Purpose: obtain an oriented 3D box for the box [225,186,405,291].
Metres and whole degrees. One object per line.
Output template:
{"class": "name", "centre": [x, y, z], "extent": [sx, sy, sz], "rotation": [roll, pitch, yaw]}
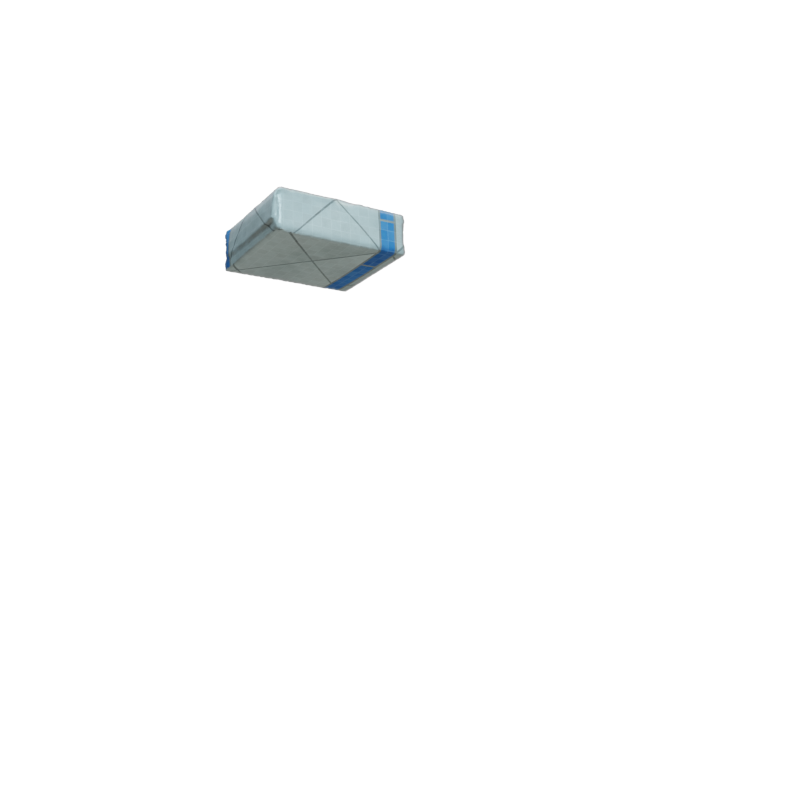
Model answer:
{"class": "box", "centre": [-0.053, -0.097, 0.680], "extent": [0.086, 0.032, 0.073], "rotation": [9, -20, -28]}
